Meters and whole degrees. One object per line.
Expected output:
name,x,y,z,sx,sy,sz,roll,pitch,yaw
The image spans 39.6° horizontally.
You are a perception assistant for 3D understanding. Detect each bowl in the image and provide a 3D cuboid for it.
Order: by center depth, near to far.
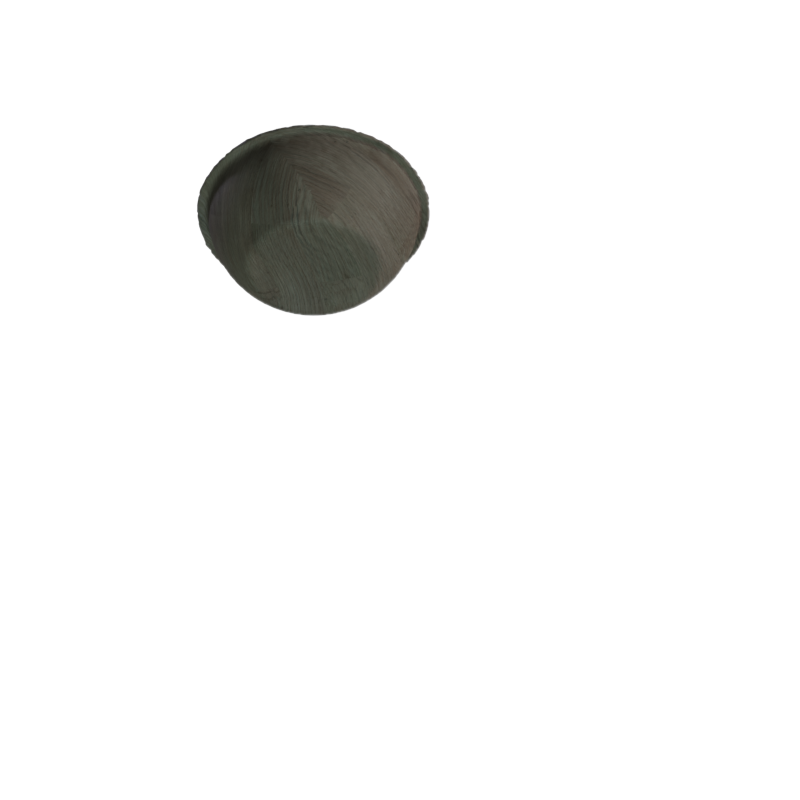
bowl,-0.059,-0.108,0.754,0.162,0.059,0.151,1,-42,-1
